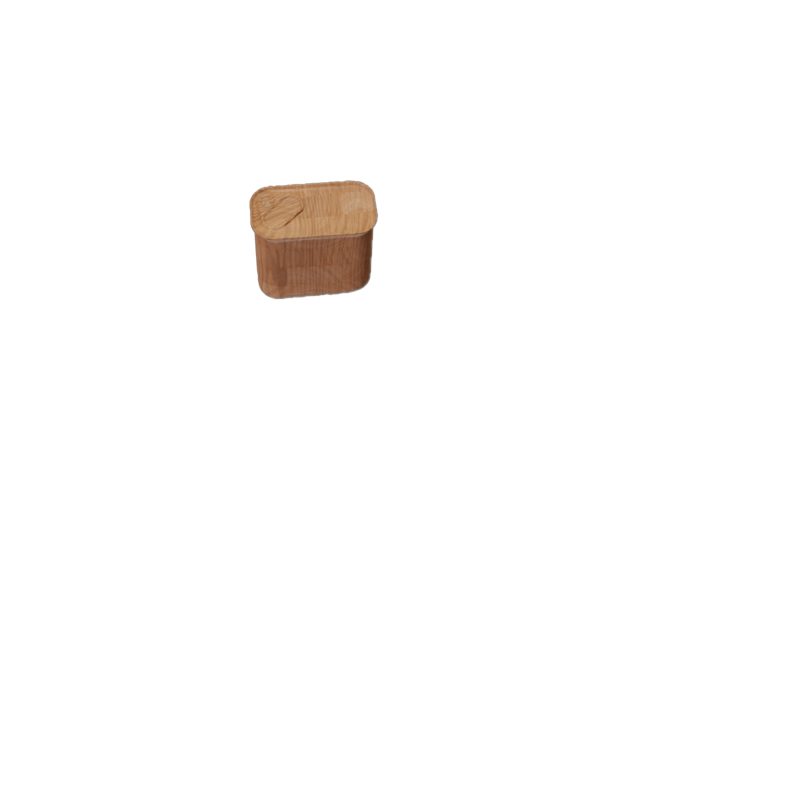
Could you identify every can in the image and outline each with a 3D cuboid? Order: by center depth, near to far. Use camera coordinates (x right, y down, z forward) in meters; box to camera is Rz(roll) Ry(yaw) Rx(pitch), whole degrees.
[{"bbox_3d":[-0.072,-0.131,0.917,0.101,0.062,0.078,-4,-35,-5],"label":"can"}]
